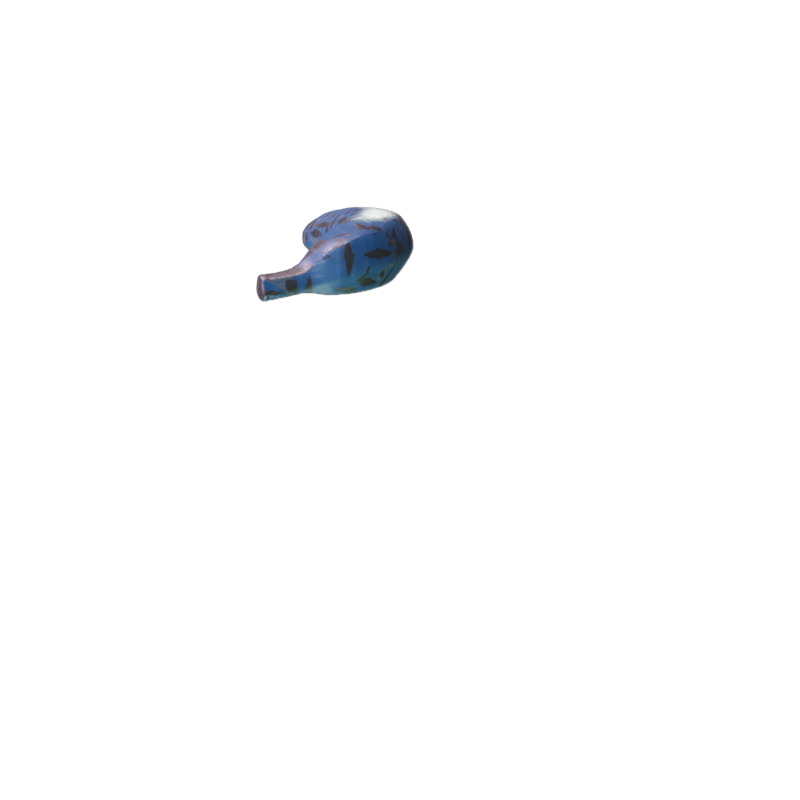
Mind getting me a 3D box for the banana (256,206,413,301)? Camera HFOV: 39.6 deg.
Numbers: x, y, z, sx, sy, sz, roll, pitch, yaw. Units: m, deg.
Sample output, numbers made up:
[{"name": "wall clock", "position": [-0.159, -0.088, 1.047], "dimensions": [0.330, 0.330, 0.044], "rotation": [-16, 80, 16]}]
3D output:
[{"name": "banana", "position": [-0.028, -0.082, 0.581], "dimensions": [0.070, 0.036, 0.201], "rotation": [1, 13, 2]}]
